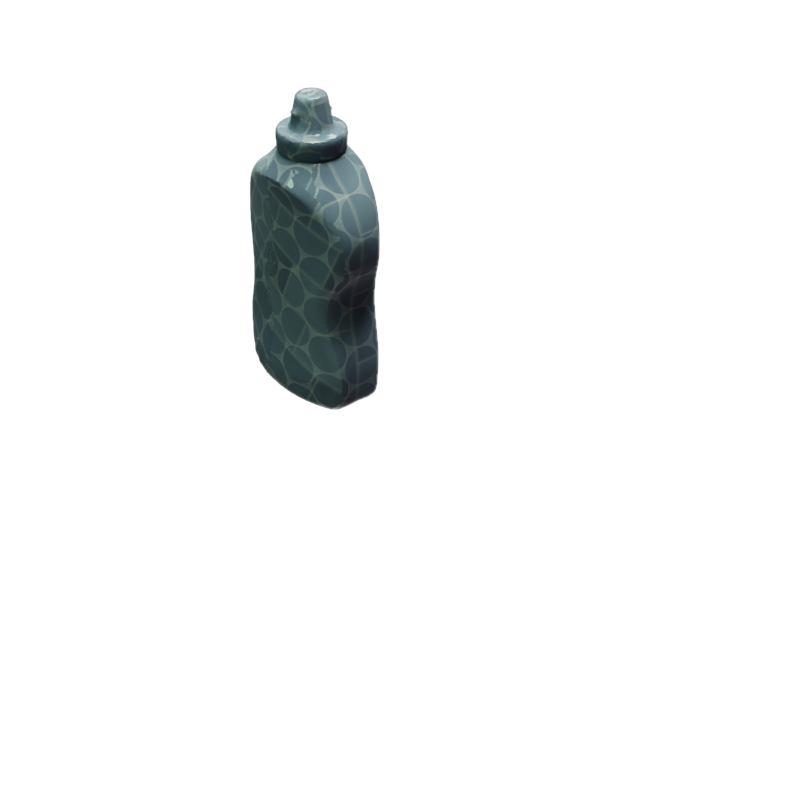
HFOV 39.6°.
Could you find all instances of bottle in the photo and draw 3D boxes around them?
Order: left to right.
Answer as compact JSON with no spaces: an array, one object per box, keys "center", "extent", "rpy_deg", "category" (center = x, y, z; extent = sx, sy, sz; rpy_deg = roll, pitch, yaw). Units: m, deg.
[{"center":[-0.052,-0.094,0.661],"extent":[0.058,0.180,0.103],"rpy_deg":[-20,40,-31],"category":"bottle"}]
